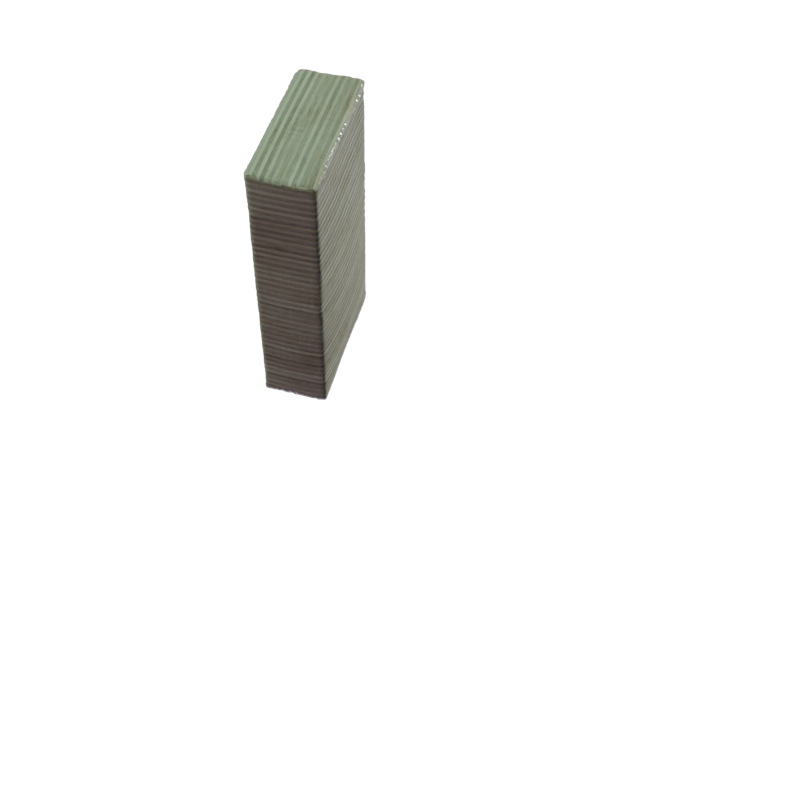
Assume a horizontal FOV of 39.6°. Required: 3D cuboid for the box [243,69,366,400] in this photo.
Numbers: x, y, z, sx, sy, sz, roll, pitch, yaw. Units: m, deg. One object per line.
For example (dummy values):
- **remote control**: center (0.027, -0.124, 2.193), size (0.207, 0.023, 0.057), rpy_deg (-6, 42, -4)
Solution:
- **box**: center (-0.050, -0.091, 0.636), size (0.049, 0.098, 0.164), rpy_deg (13, -38, 6)
